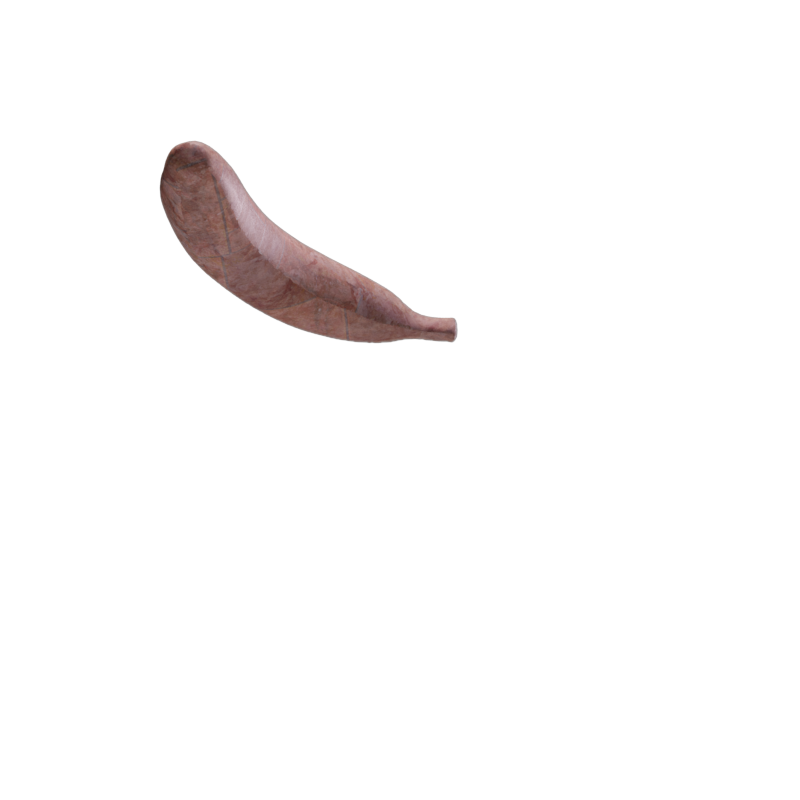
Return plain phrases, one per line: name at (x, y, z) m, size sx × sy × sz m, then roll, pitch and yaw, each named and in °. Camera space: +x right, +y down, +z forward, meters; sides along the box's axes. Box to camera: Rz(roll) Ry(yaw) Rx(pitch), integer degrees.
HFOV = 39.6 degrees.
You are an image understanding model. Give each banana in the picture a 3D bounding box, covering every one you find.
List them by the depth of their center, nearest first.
banana at (-0.052, -0.065, 0.501) m, size 0.070 × 0.039 × 0.184 m, roll -16°, pitch -26°, yaw 33°
